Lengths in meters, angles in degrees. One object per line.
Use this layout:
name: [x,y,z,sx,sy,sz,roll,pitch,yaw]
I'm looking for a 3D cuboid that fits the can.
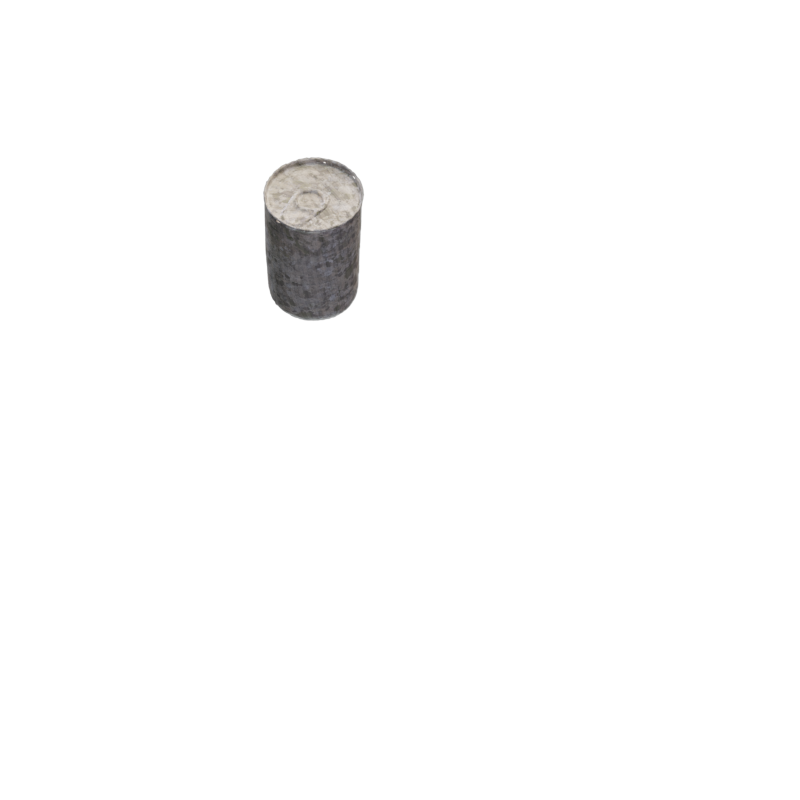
can: [-0.061,-0.112,0.785,0.068,0.073,0.095,0,-37,-3]
